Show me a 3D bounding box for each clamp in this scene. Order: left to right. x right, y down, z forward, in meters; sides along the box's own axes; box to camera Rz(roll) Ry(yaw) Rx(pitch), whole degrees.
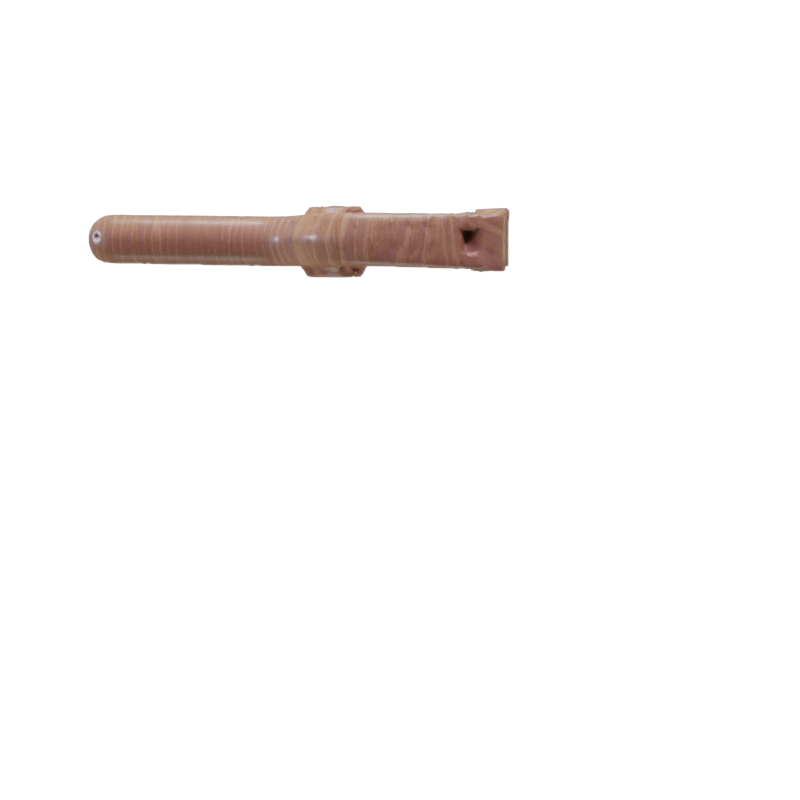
[{"bbox_3d":[-0.044,-0.080,0.562,0.159,0.036,0.219,-7,10,-44],"label":"clamp"}]
